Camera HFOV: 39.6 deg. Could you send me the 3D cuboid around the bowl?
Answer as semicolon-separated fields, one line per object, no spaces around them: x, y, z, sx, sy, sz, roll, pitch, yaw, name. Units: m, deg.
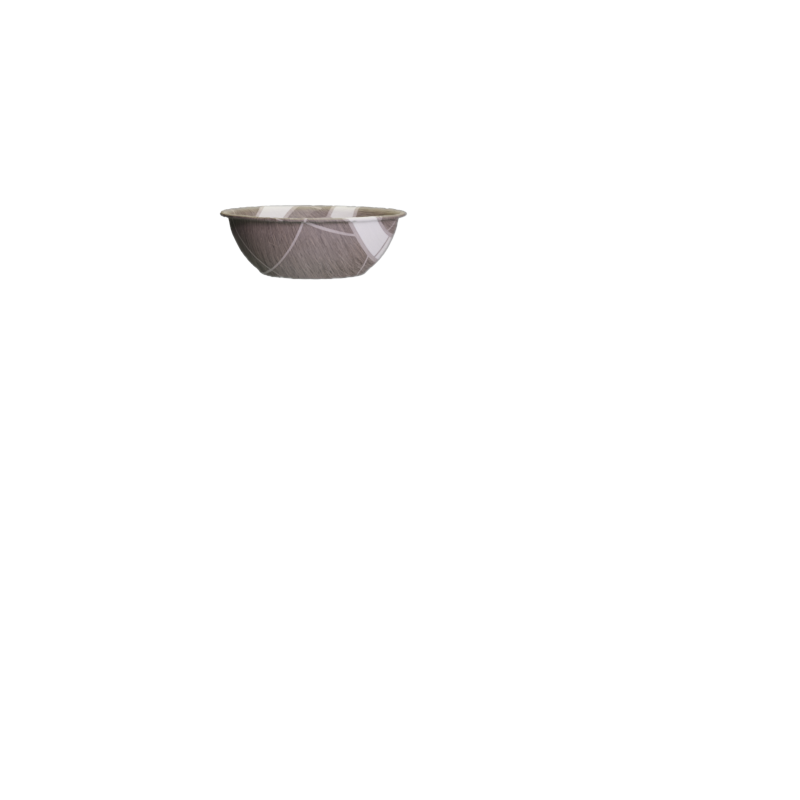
-0.075;-0.137;0.959;0.162;0.054;0.166;0;12;-2;bowl
